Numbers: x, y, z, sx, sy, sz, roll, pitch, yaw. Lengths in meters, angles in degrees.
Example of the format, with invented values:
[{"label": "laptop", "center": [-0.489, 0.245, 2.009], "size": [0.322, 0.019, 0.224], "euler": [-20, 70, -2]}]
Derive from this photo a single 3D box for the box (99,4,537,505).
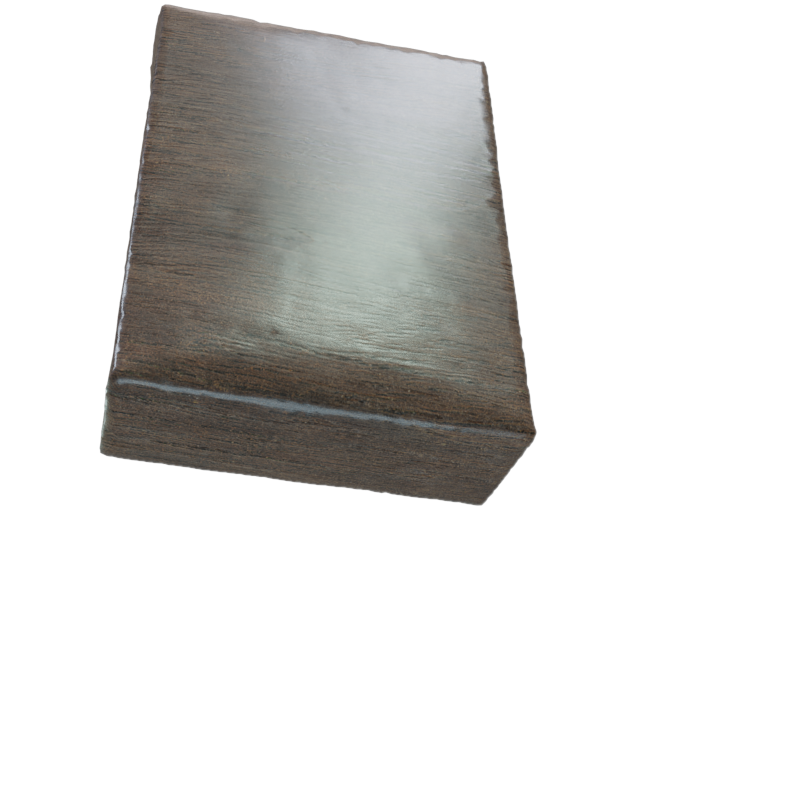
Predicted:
[{"label": "box", "center": [-0.039, -0.071, 0.494], "size": [0.161, 0.229, 0.068], "euler": [7, -38, -12]}]
